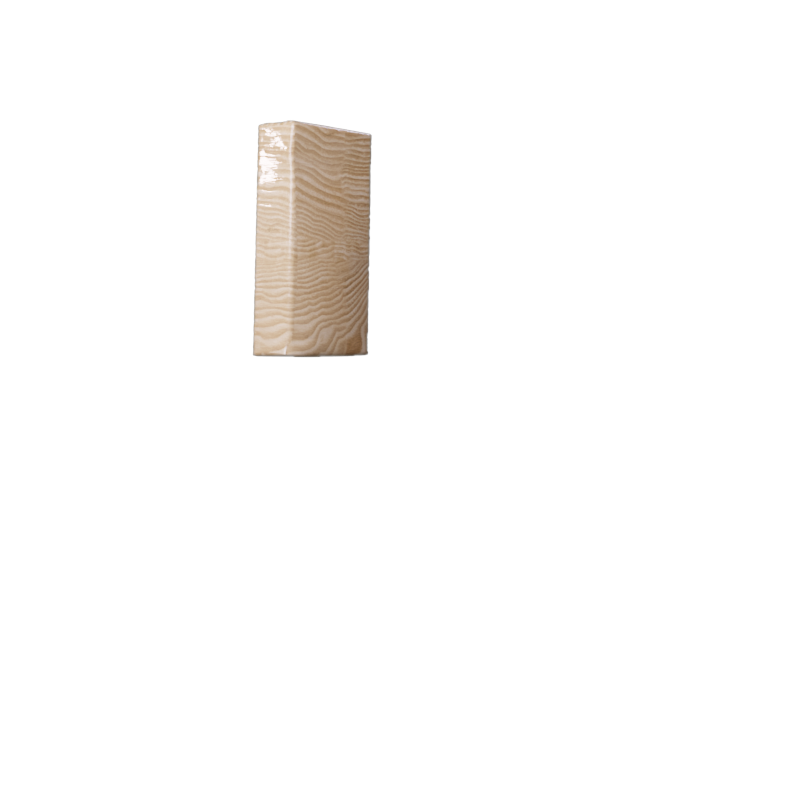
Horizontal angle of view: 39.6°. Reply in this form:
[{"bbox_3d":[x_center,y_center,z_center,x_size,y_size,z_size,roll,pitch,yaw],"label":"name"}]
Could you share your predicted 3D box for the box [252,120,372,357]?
[{"bbox_3d":[-0.067,-0.122,0.855,0.050,0.178,0.089,-3,-4,41],"label":"box"}]
